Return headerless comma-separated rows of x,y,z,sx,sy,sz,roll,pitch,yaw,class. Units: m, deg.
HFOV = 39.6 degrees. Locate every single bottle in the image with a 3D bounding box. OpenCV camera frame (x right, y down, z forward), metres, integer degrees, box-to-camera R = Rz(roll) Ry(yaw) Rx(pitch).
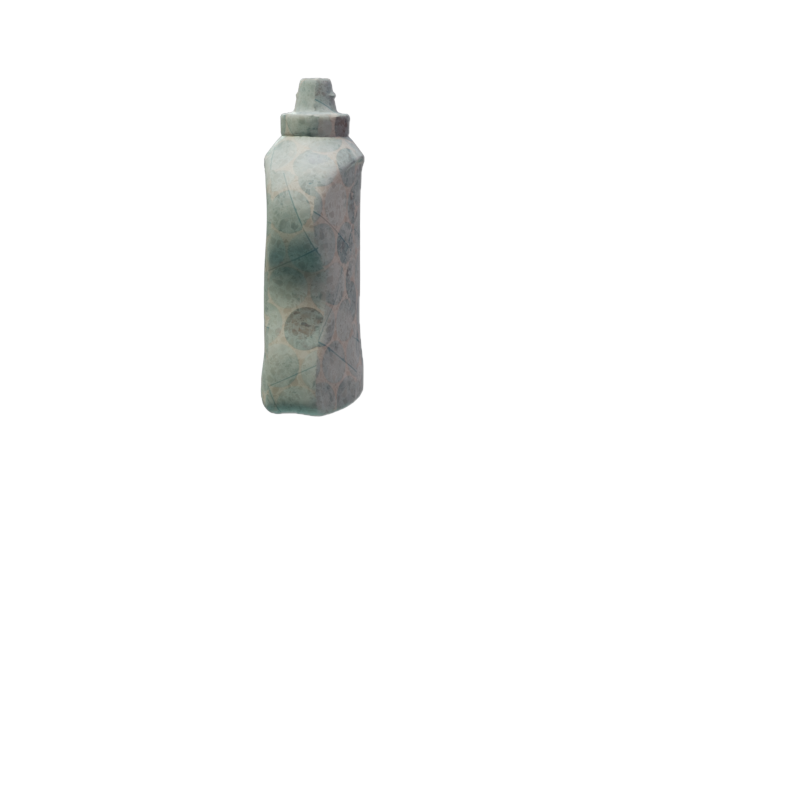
-0.051,-0.094,0.657,0.060,0.189,0.096,2,8,13,bottle
